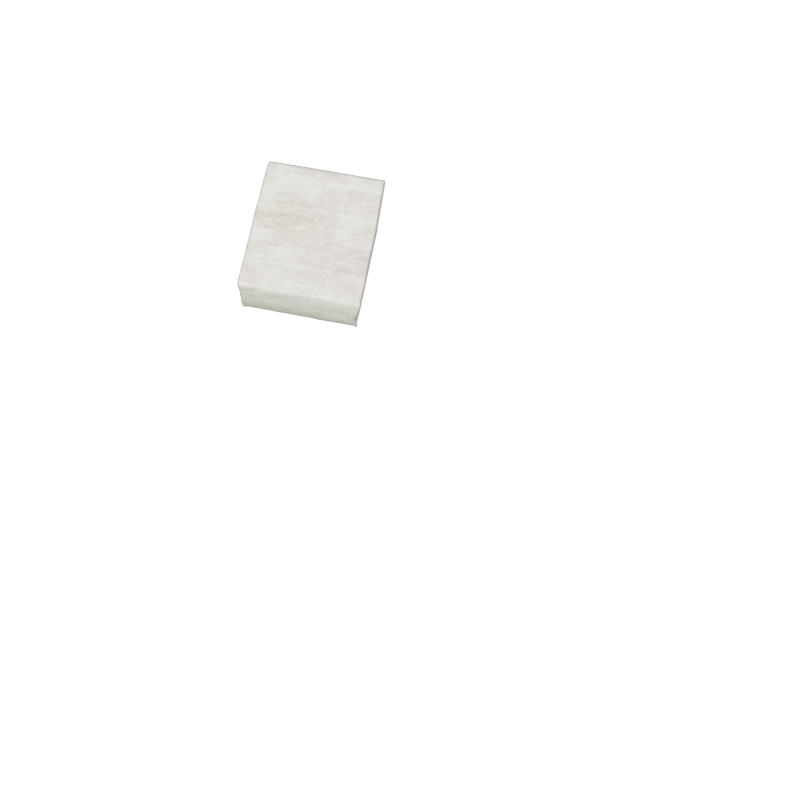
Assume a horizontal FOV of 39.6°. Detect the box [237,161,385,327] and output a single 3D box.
[{"bbox_3d":[-0.064,-0.117,0.816,0.090,0.119,0.037,8,-27,4],"label":"box"}]
